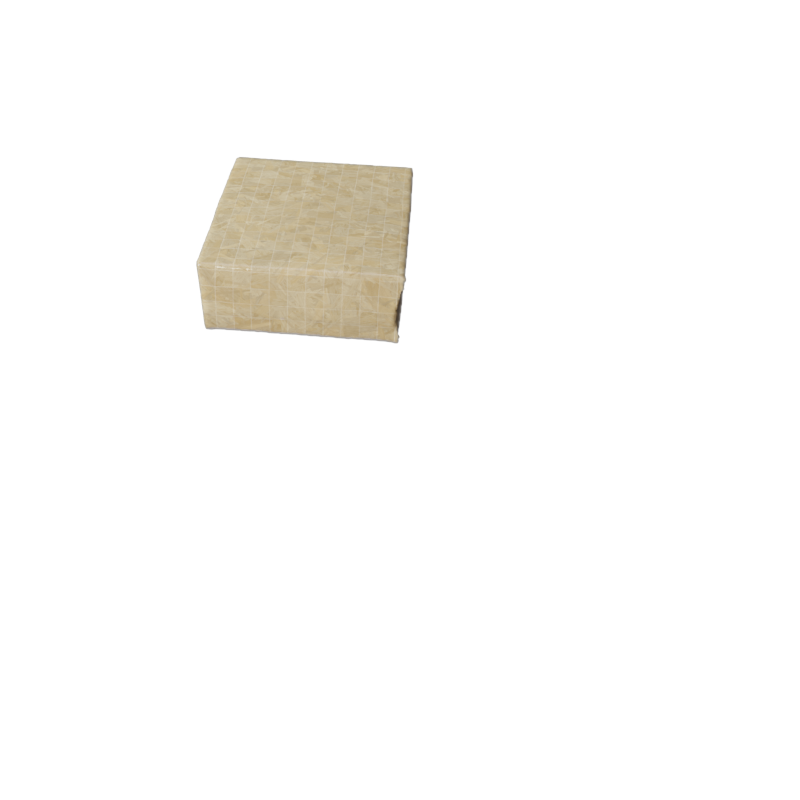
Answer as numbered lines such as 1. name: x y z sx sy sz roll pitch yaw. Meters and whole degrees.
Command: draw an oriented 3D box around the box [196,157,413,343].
1. box: -0.041 -0.074 0.519 0.090 0.036 0.120 2 36 3
